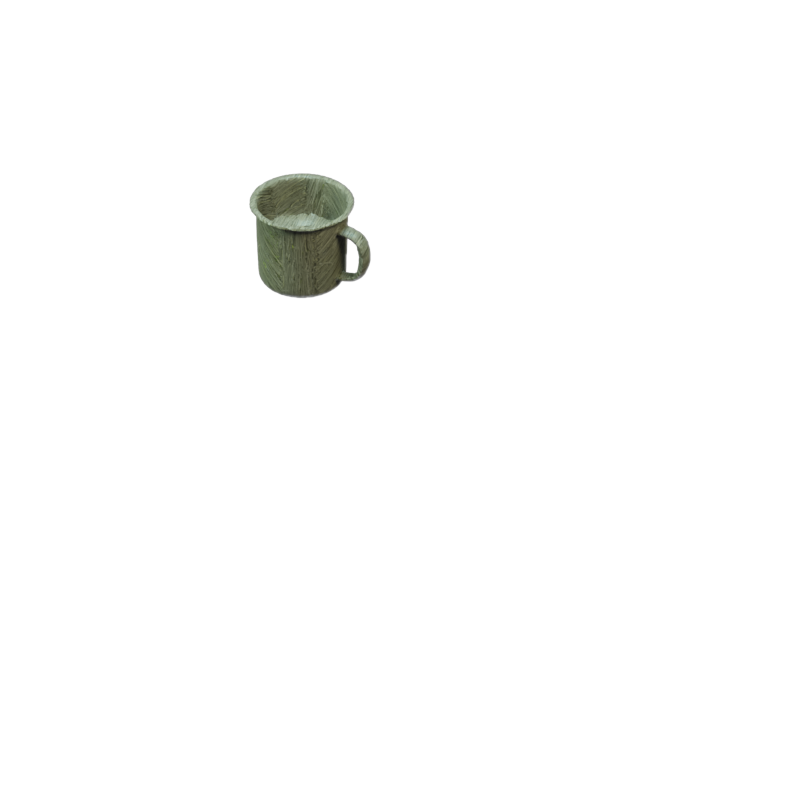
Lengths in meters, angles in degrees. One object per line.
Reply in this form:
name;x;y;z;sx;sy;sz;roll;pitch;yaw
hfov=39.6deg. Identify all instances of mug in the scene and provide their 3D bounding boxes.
mug;-0.078;-0.142;0.997;0.123;0.076;0.095;21;43;23
